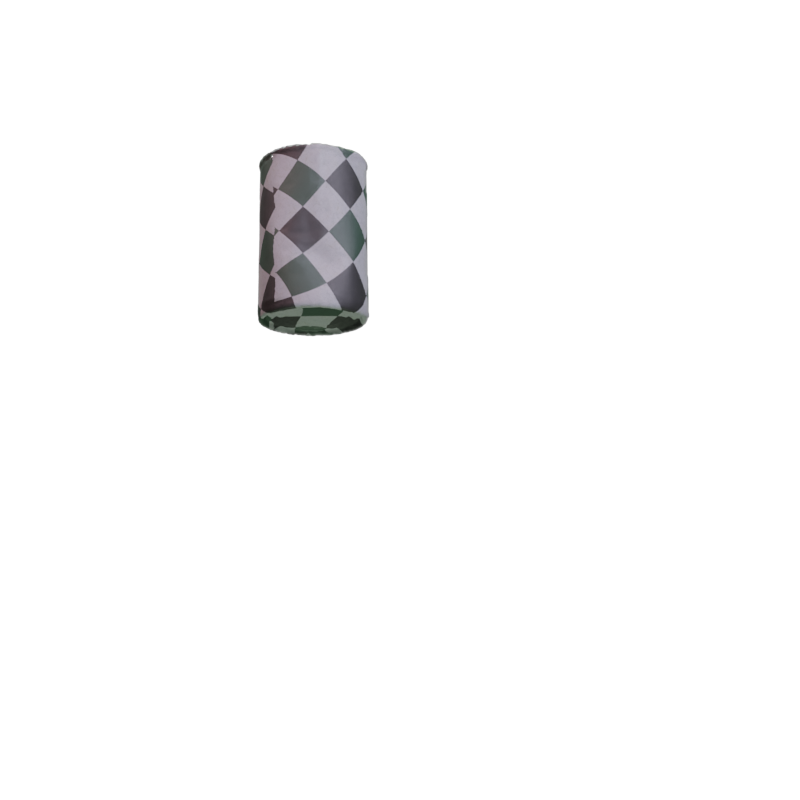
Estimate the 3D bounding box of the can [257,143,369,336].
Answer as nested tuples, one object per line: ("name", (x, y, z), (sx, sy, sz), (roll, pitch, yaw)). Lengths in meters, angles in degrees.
("can", (-0.053, -0.097, 0.677), (0.068, 0.107, 0.066), (0, -17, -2))
